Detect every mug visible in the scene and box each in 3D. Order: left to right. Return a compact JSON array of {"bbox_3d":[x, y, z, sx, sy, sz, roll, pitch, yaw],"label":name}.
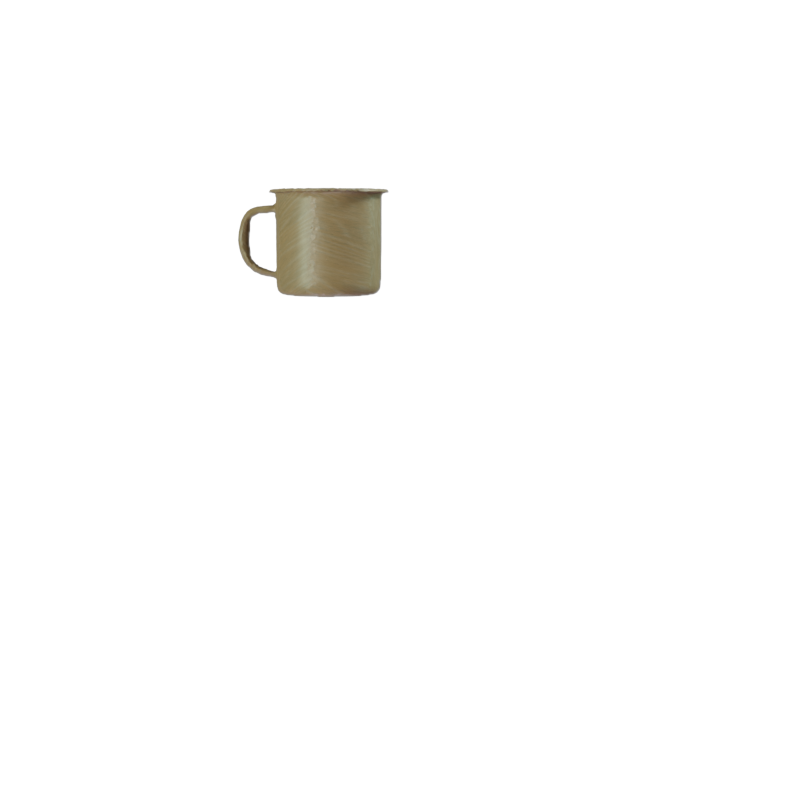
[{"bbox_3d":[-0.068,-0.123,0.863,0.117,0.081,0.094,0,6,-2],"label":"mug"}]
